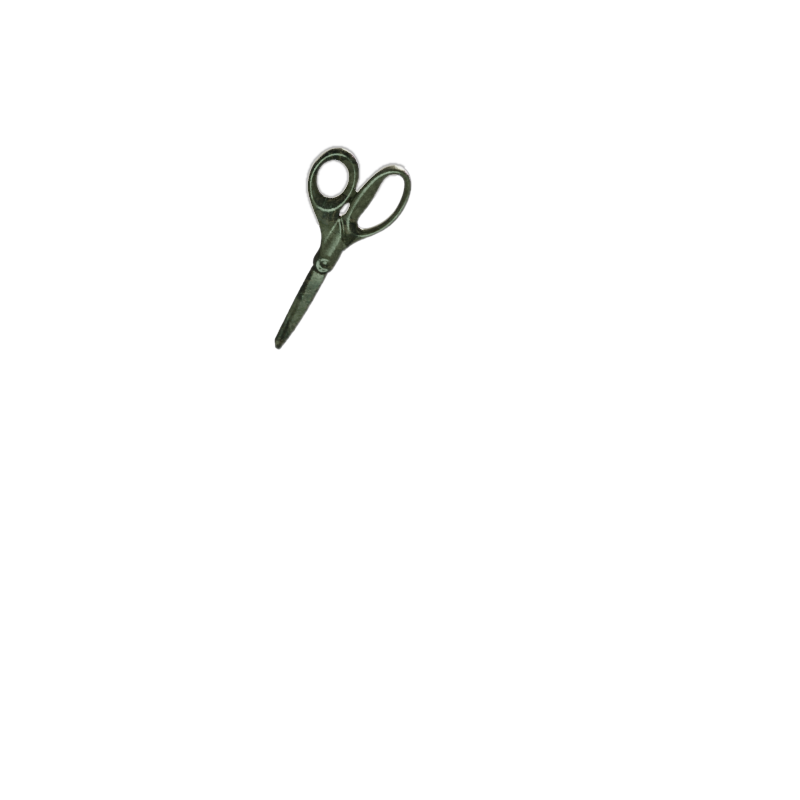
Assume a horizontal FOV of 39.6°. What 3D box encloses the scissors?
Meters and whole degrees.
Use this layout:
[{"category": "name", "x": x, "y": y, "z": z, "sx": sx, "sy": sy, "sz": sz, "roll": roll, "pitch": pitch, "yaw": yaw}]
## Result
[{"category": "scissors", "x": -0.075, "y": -0.137, "z": 0.961, "sx": 0.092, "sy": 0.199, "sz": 0.017, "roll": 41, "pitch": 18, "yaw": -17}]
